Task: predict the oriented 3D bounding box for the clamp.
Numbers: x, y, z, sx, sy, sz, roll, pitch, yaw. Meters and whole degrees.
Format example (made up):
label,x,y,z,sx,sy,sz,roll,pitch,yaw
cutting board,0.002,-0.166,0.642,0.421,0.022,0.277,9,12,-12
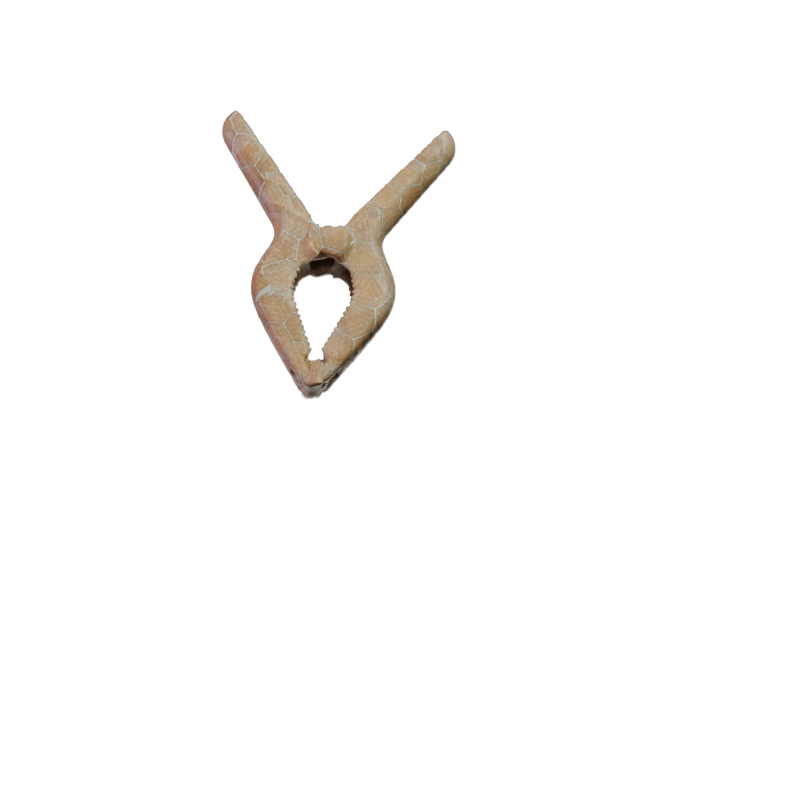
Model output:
label,x,y,z,sx,sy,sz,roll,pitch,yaw
clamp,-0.059,-0.107,0.749,0.166,0.220,0.034,10,-25,5
